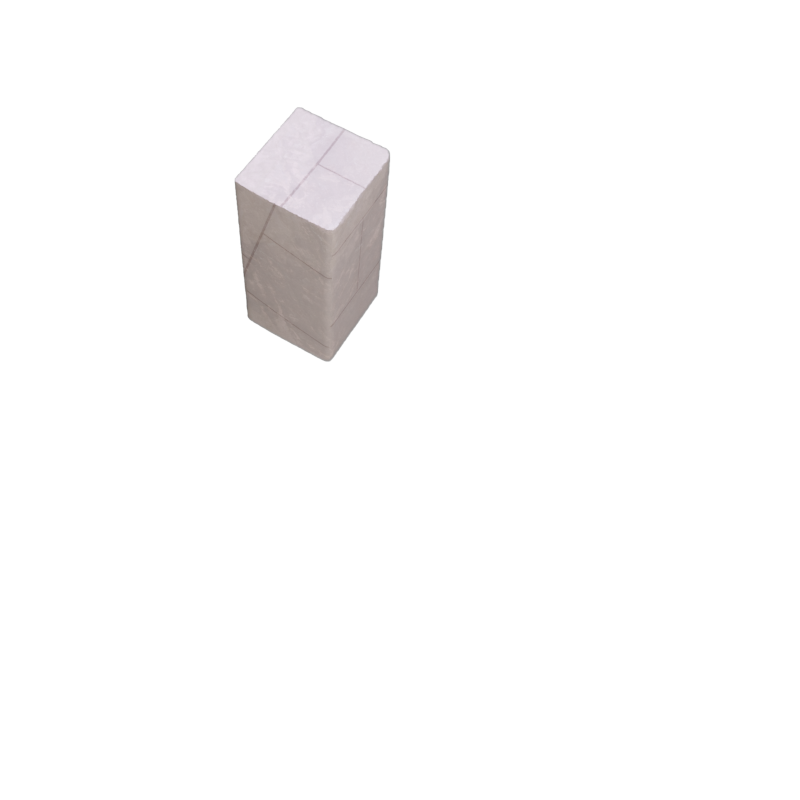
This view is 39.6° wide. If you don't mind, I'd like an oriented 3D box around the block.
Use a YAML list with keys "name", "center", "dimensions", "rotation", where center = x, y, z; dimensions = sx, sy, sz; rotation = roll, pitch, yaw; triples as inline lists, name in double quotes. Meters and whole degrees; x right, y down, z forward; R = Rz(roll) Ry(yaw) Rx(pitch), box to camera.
- name: "block"
  center: [-0.072, -0.131, 0.923]
  dimensions: [0.093, 0.093, 0.194]
  rotation: [29, -27, 12]
